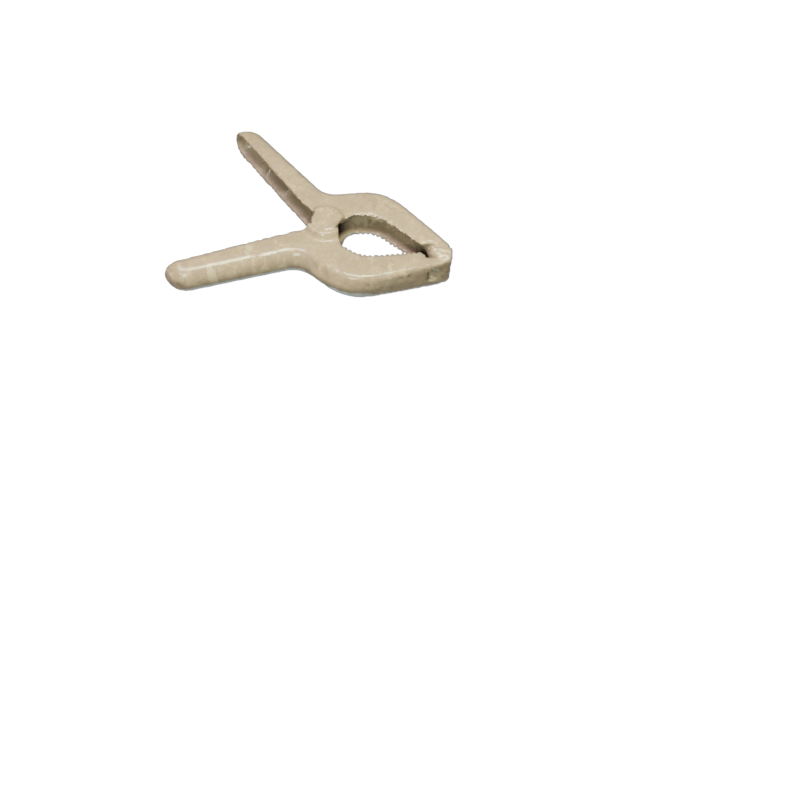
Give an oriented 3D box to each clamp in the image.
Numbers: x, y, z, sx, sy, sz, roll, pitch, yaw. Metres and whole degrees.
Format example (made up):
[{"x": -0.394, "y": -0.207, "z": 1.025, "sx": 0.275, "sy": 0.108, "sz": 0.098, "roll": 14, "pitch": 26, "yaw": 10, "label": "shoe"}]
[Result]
[{"x": -0.067, "y": -0.122, "z": 0.855, "sx": 0.216, "sy": 0.171, "sz": 0.034, "roll": 20, "pitch": -34, "yaw": 14, "label": "clamp"}]
